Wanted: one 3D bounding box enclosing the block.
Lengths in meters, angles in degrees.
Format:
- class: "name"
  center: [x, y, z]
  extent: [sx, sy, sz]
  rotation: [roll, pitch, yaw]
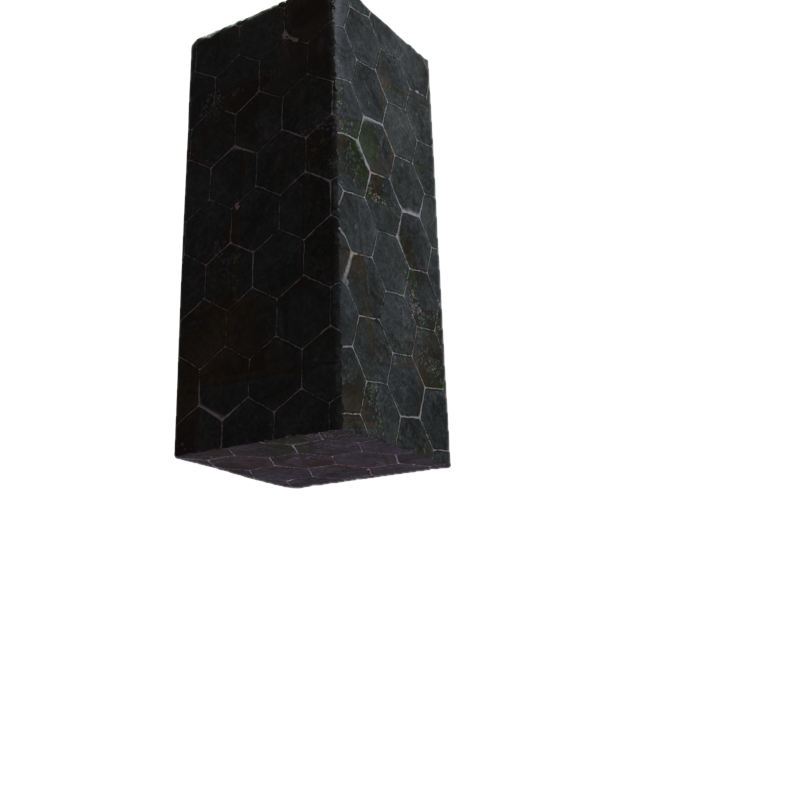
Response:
- class: "block"
  center: [-0.041, -0.074, 0.515]
  extent: [0.092, 0.217, 0.084]
  rotation: [-15, -25, 30]
